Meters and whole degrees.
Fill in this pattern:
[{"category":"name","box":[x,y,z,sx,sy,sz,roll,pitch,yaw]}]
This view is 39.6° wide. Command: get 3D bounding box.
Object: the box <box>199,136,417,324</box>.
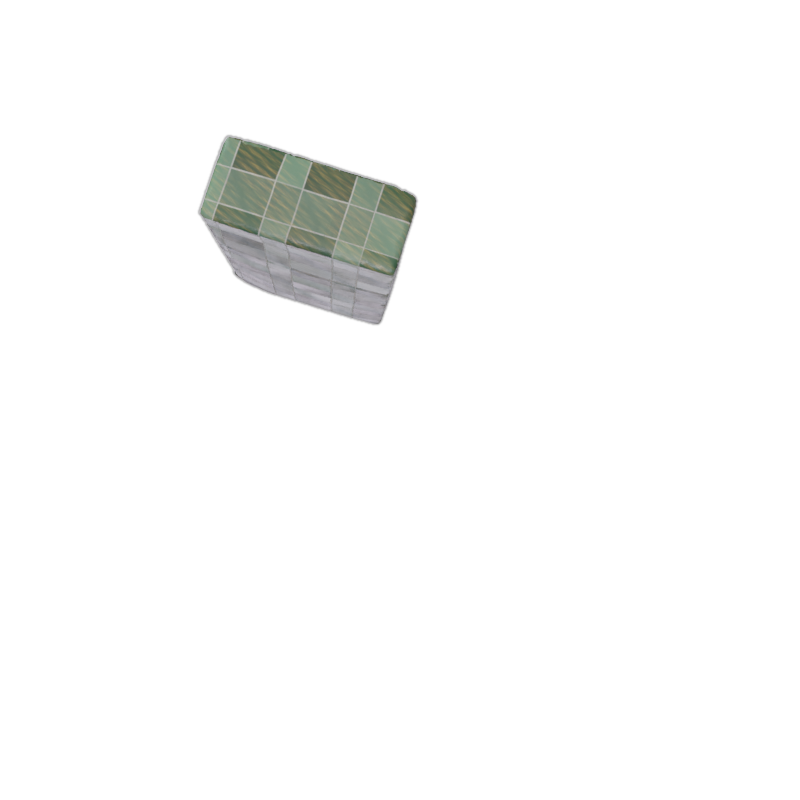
[{"category":"box","box":[-0.045,-0.082,0.572,0.094,0.049,0.173,18,-7,-1]}]
